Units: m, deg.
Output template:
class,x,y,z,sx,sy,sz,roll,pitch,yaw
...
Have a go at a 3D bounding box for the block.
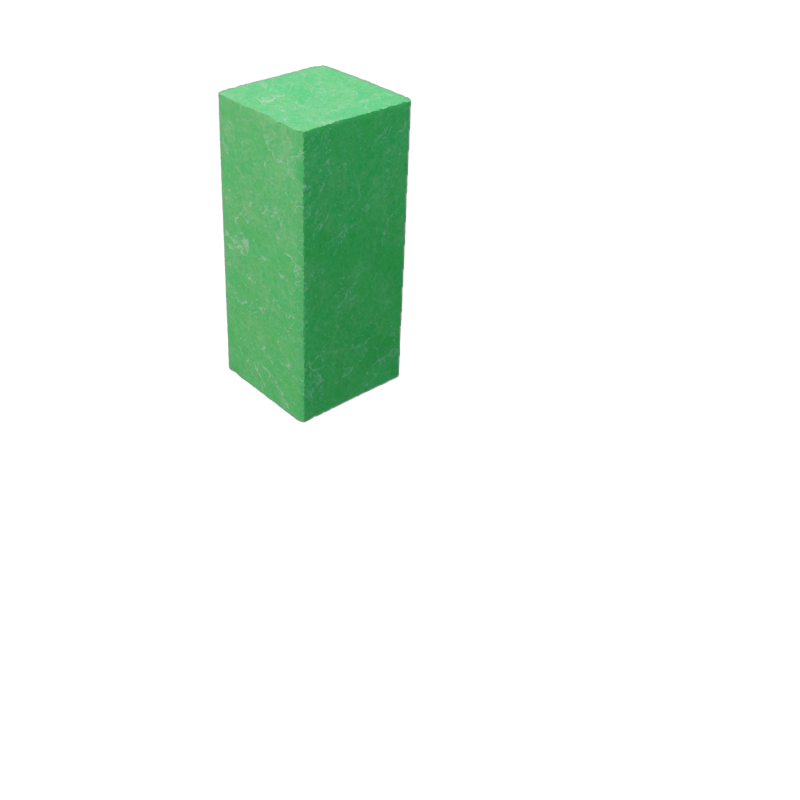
class,x,y,z,sx,sy,sz,roll,pitch,yaw
block,-0.058,-0.106,0.737,0.090,0.194,0.097,-23,38,-36
